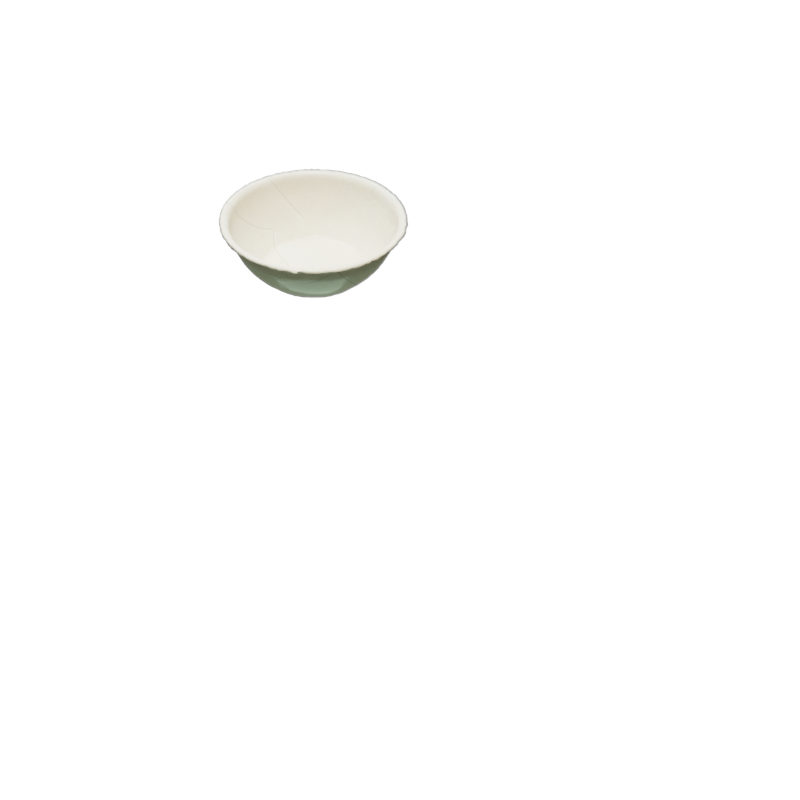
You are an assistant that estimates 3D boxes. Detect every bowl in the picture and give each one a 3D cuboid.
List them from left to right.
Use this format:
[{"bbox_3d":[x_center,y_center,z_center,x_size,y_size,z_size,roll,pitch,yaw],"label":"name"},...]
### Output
[{"bbox_3d":[-0.075,-0.137,0.962,0.162,0.051,0.174,-1,40,-2],"label":"bowl"}]
